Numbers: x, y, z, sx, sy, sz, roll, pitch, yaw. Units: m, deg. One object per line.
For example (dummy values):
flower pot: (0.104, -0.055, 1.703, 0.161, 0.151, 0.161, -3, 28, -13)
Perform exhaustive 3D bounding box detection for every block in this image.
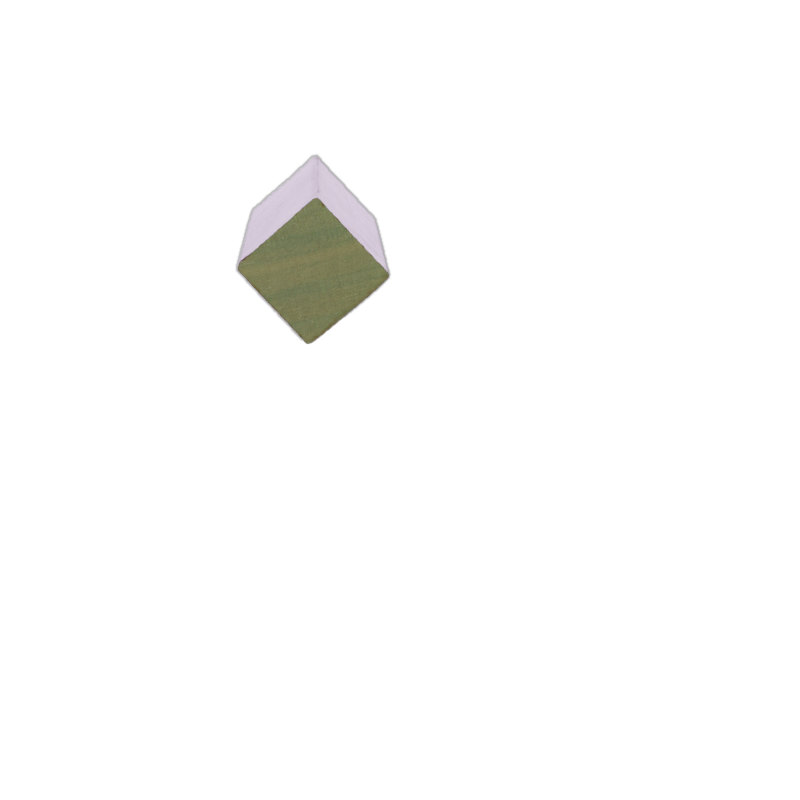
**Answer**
block: (-0.077, -0.138, 0.974, 0.090, 0.087, 0.215, -40, 18, 11)
